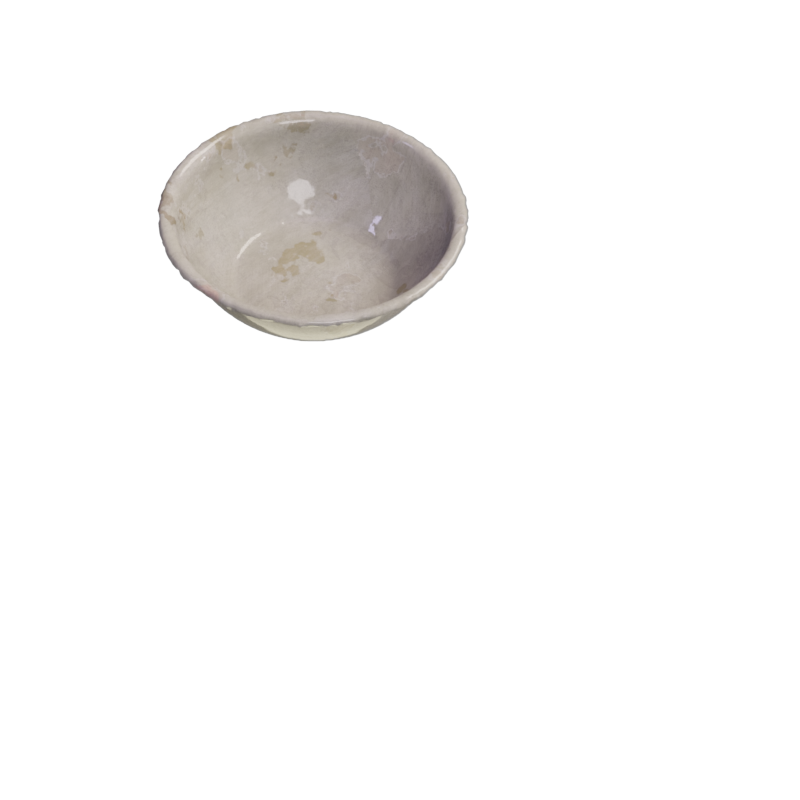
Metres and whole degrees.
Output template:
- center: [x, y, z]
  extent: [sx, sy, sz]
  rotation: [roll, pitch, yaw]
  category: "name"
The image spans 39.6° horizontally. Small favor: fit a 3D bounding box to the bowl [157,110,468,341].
- center: [-0.047, -0.085, 0.596]
  extent: [0.162, 0.174, 0.051]
  rotation: [-1, -41, -1]
  category: "bowl"
